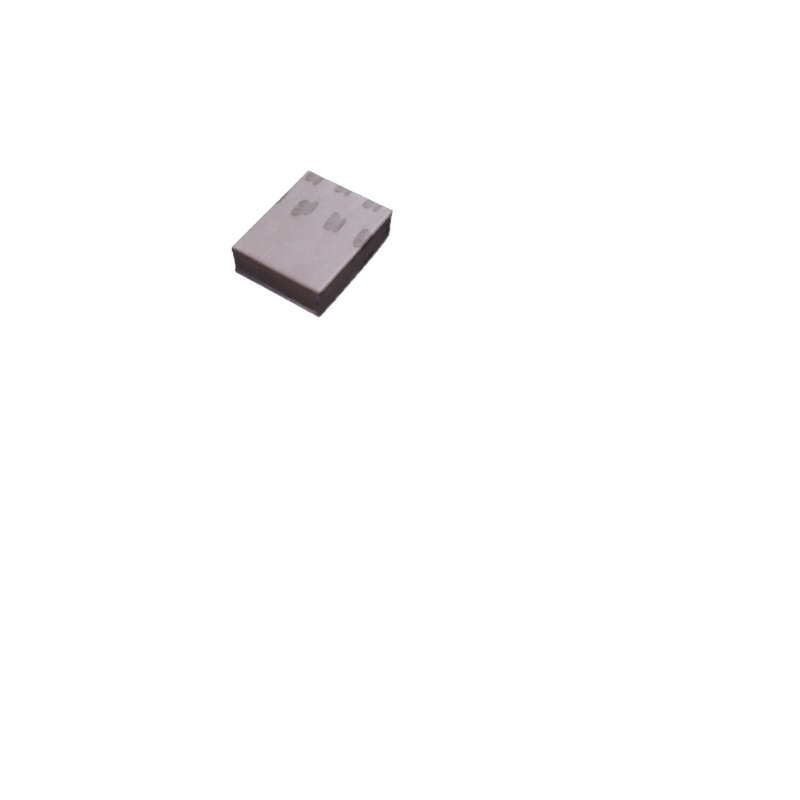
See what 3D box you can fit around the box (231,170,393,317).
[{"bbox_3d":[-0.073,-0.134,0.936,0.094,0.116,0.036,27,-35,20],"label":"box"}]
